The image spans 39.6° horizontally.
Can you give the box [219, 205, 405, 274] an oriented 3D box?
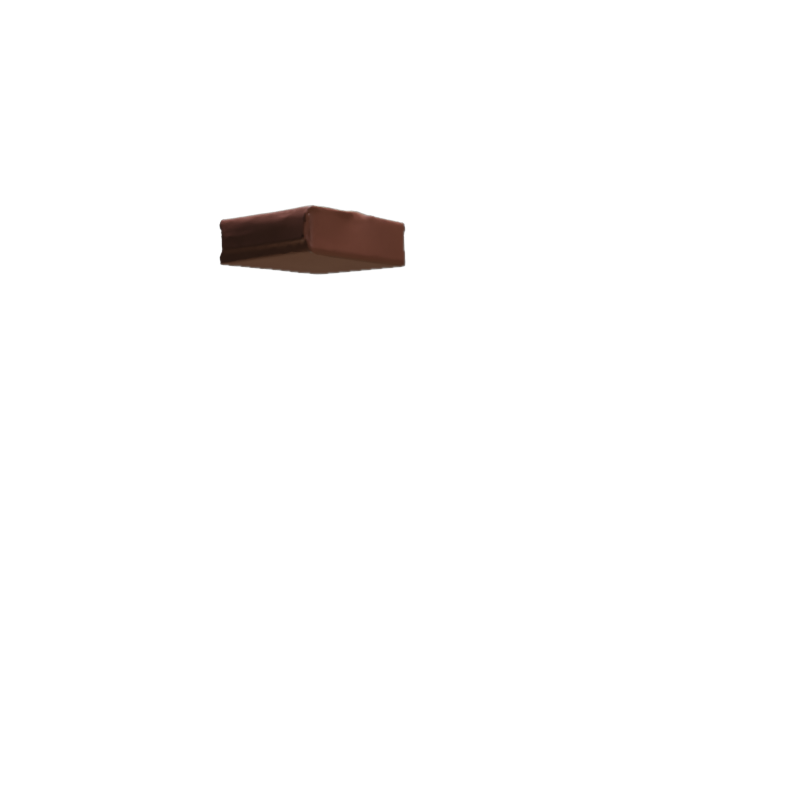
[{"bbox_3d":[-0.052,-0.094,0.661,0.075,0.031,0.085,-1,-2,41],"label":"box"}]
